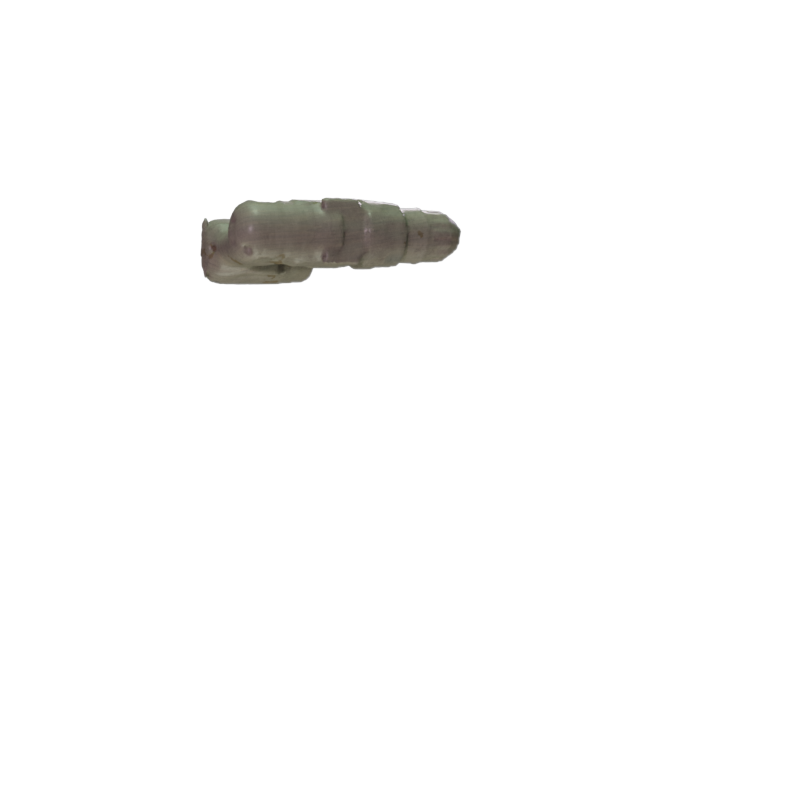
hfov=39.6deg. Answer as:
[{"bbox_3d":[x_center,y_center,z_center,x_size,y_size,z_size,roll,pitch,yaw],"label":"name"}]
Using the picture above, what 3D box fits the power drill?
[{"bbox_3d":[-0.070,-0.127,0.889,0.179,0.058,0.192,0,0,-26],"label":"power drill"}]
